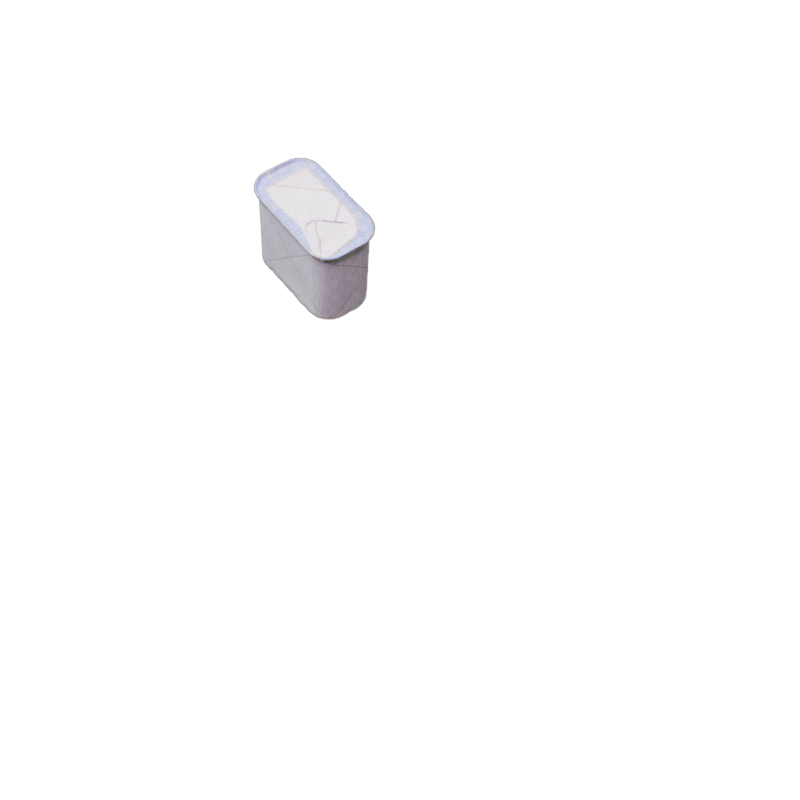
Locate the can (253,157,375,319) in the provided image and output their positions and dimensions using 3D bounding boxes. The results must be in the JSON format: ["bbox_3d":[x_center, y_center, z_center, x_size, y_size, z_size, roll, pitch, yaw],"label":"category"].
[{"bbox_3d":[-0.067,-0.122,0.858,0.057,0.109,0.078,-30,-30,-22],"label":"can"}]
